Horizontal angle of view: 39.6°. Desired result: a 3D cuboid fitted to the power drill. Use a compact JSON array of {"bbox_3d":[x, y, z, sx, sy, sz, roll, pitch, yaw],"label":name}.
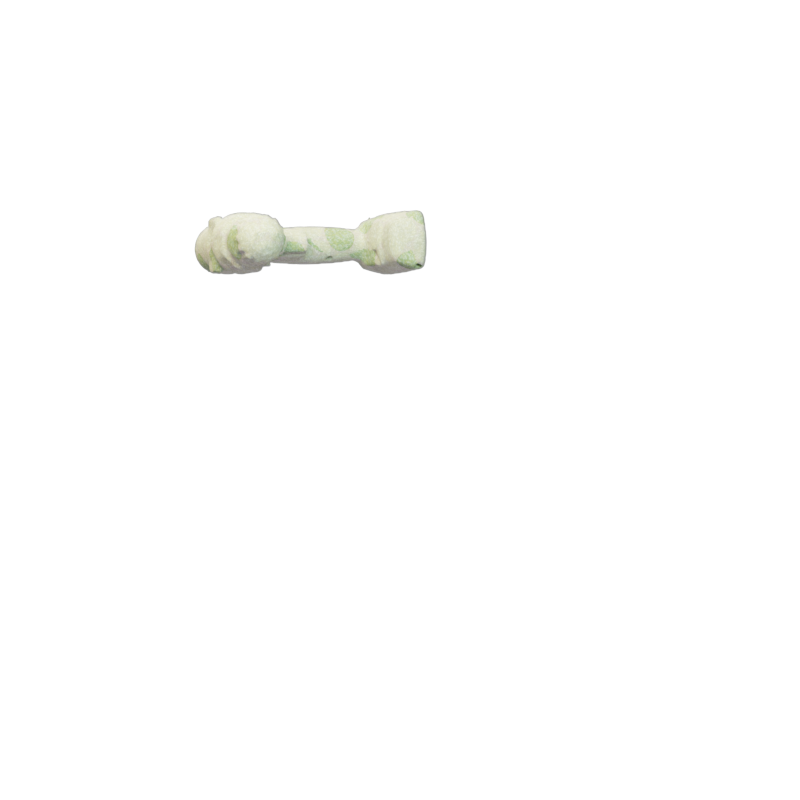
[{"bbox_3d":[-0.076,-0.139,0.973,0.183,0.057,0.190,-2,6,-20],"label":"power drill"}]
